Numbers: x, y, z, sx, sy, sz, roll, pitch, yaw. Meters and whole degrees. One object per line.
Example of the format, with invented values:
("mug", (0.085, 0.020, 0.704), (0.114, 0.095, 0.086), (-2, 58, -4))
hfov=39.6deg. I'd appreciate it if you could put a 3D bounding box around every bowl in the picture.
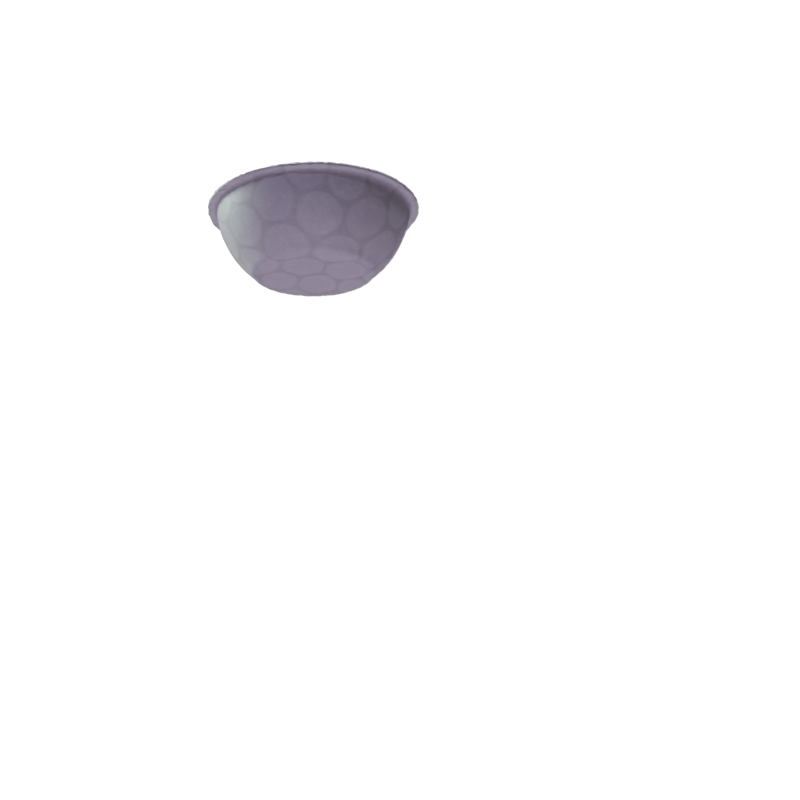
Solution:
("bowl", (-0.066, -0.120, 0.841), (0.162, 0.058, 0.155), (0, -18, -2))
